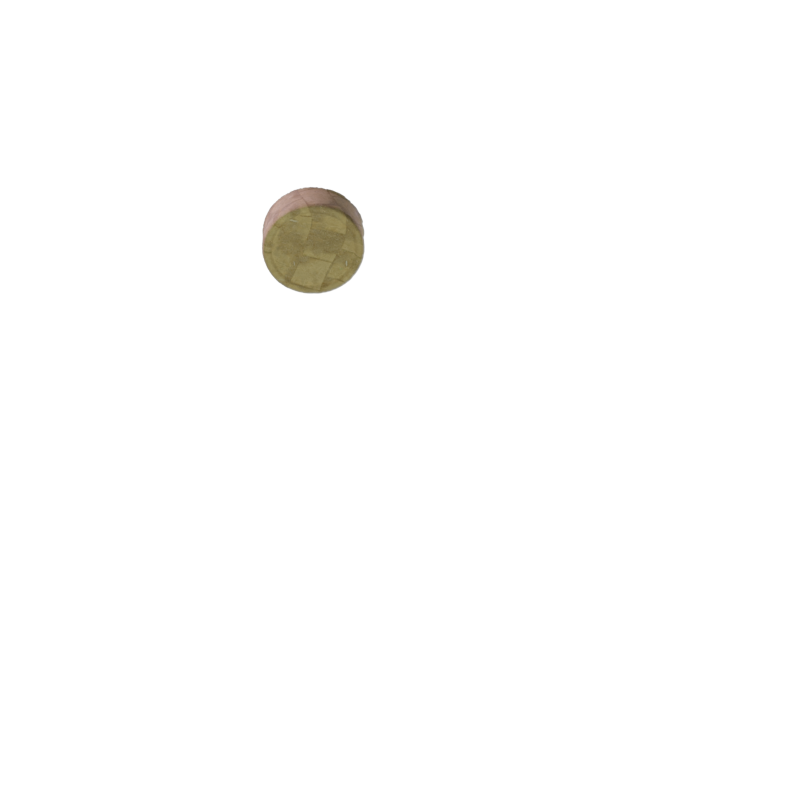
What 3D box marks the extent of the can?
[{"bbox_3d":[-0.072,-0.132,0.922,0.086,0.081,0.036,1,31,-1],"label":"can"}]
